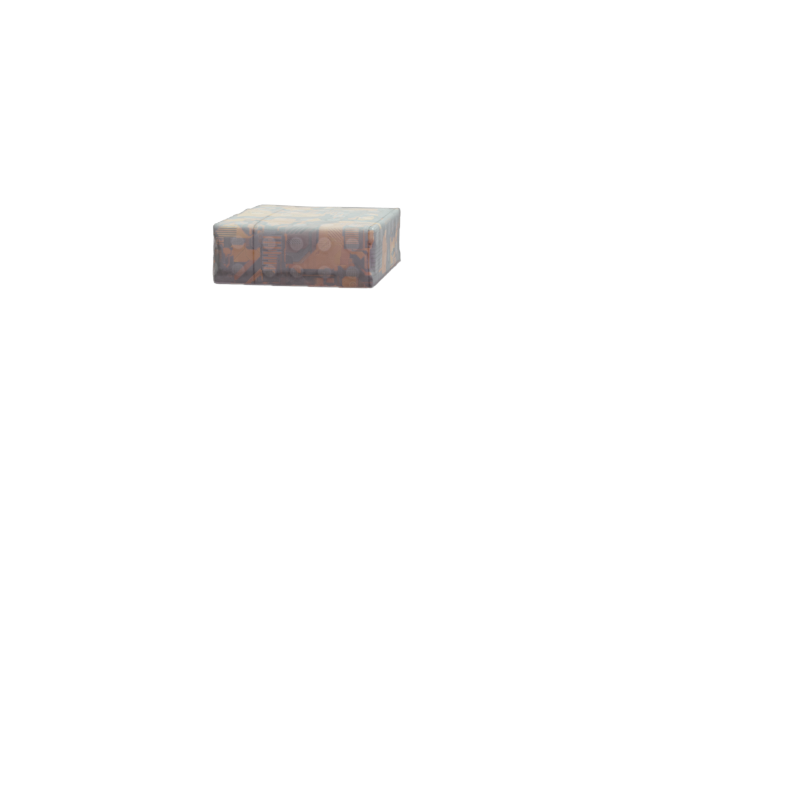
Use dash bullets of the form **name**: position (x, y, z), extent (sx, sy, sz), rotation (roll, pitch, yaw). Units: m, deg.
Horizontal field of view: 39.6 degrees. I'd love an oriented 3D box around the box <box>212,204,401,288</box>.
- **box**: position (-0.041, -0.075, 0.523), extent (0.074, 0.029, 0.090), rotation (3, 15, 10)
